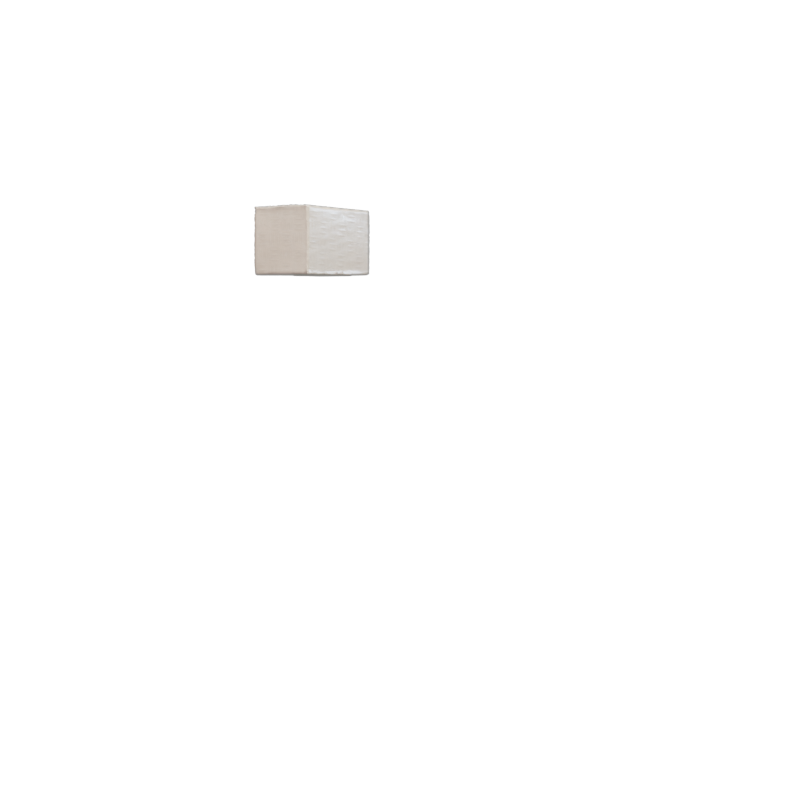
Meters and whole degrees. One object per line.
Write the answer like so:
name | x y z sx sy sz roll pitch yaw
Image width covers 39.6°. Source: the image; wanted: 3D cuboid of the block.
block | -0.065 -0.119 0.832 0.055 0.051 0.075 1 3 35
